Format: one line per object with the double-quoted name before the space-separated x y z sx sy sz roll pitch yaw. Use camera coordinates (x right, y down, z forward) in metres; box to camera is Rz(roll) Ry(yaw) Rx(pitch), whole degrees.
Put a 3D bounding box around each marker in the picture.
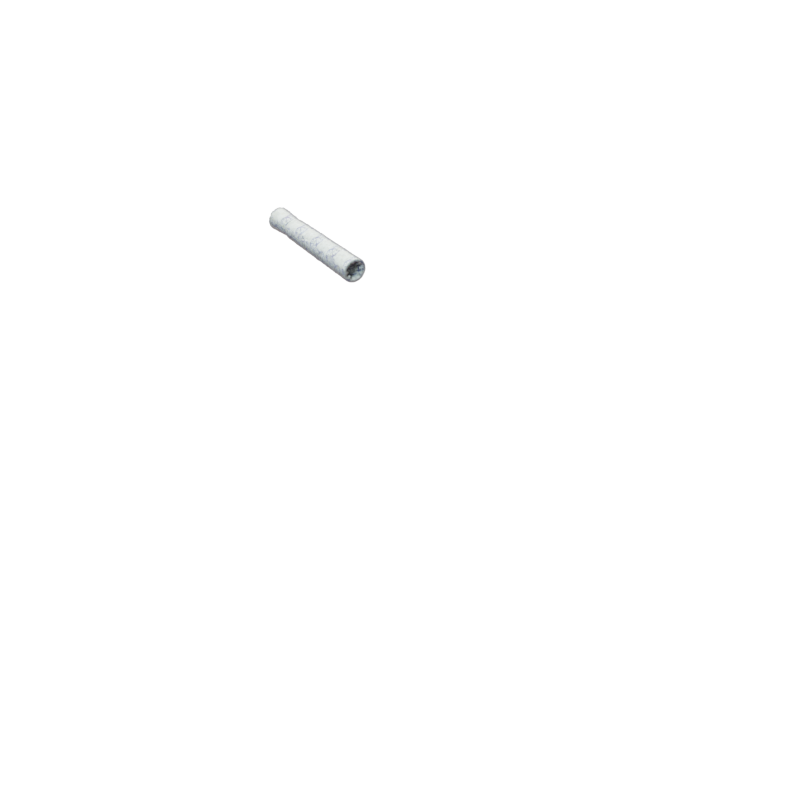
"marker" -0.066 -0.121 0.846 0.019 0.019 0.130 -3 27 -34
